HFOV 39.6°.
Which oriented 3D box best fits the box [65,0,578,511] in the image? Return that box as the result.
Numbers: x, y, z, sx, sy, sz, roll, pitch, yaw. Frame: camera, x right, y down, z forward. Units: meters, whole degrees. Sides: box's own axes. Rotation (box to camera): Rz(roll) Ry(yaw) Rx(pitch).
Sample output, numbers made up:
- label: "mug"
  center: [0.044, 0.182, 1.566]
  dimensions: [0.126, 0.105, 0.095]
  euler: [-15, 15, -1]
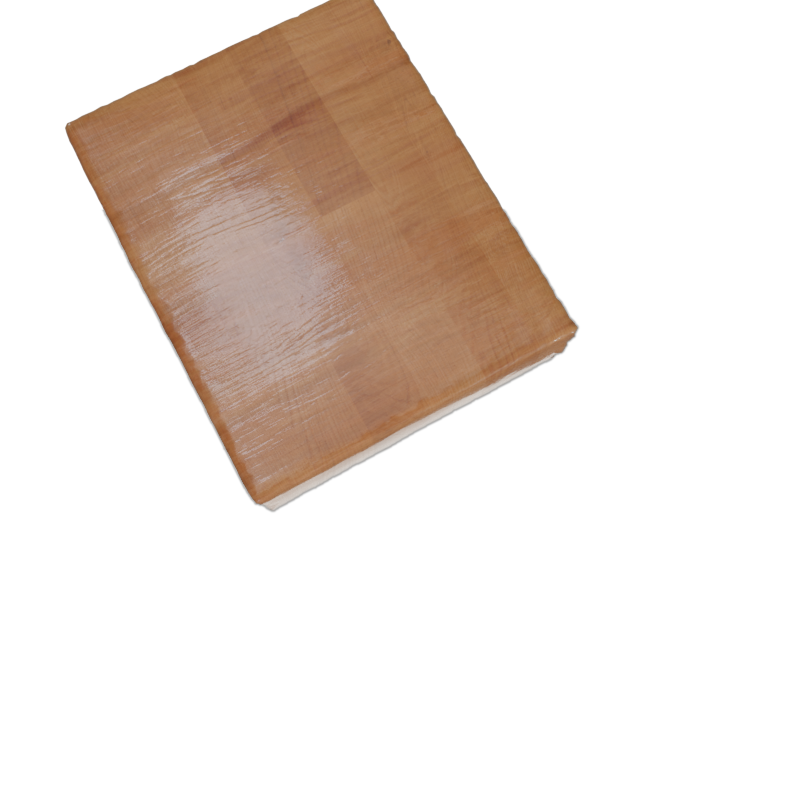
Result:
- label: "box"
  center: [-0.023, -0.042, 0.293]
  dimensions: [0.090, 0.118, 0.037]
  euler: [-28, -13, -8]
